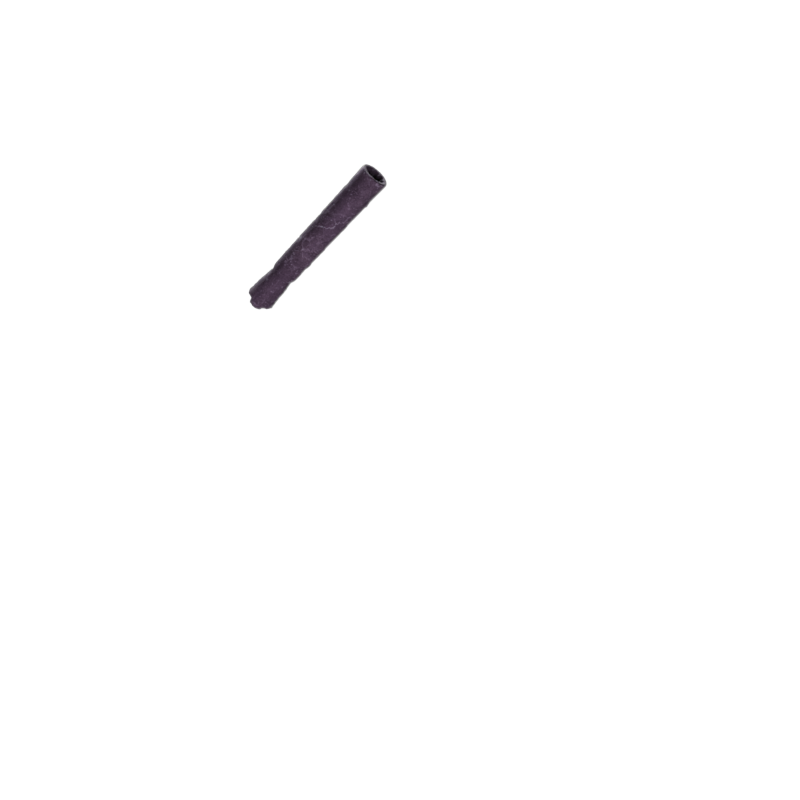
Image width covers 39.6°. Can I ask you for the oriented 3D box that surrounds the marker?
[{"bbox_3d":[-0.054,-0.099,0.691,0.119,0.021,0.019,-43,-18,25],"label":"marker"}]
